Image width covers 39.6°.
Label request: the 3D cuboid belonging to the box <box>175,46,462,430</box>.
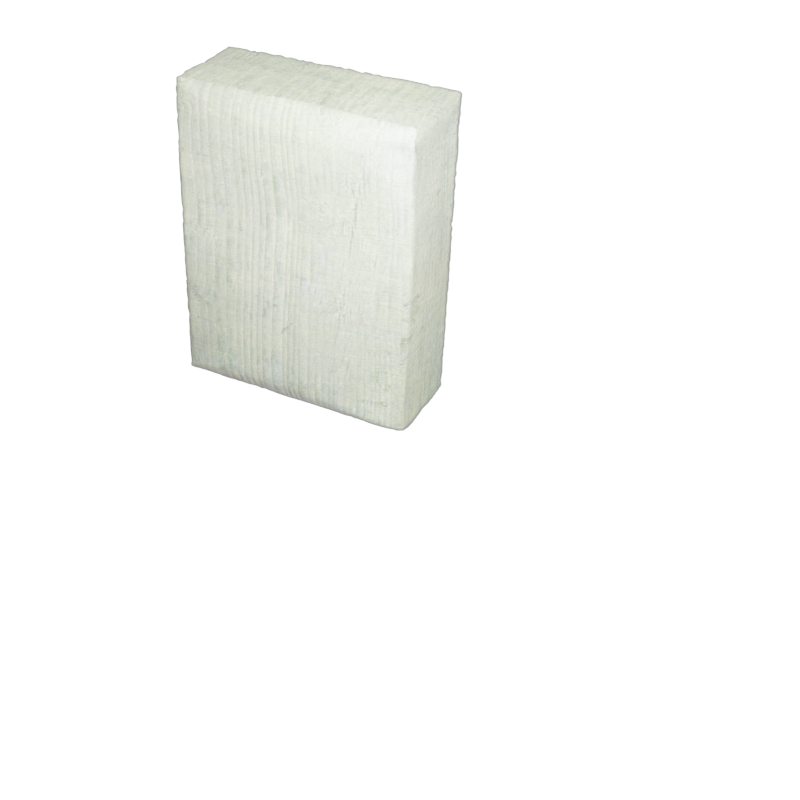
[{"bbox_3d":[-0.055,-0.100,0.702,0.171,0.201,0.073,17,35,23],"label":"box"}]
